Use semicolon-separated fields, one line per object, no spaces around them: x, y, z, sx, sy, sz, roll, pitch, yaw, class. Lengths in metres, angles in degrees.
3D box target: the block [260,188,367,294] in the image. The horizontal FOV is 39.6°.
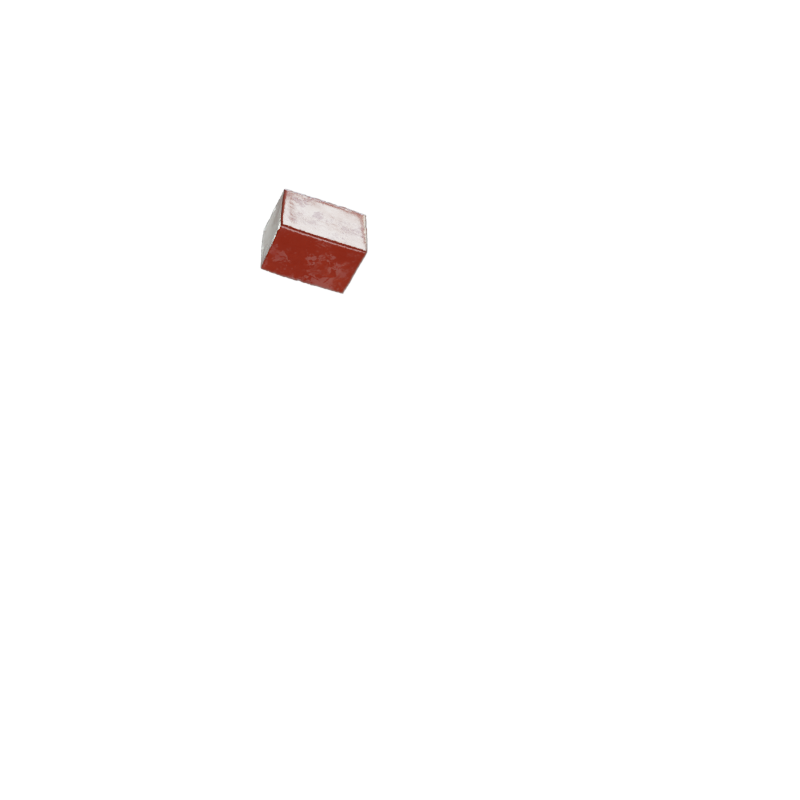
-0.073;-0.133;0.930;0.076;0.055;0.051;17;-49;-16;block
